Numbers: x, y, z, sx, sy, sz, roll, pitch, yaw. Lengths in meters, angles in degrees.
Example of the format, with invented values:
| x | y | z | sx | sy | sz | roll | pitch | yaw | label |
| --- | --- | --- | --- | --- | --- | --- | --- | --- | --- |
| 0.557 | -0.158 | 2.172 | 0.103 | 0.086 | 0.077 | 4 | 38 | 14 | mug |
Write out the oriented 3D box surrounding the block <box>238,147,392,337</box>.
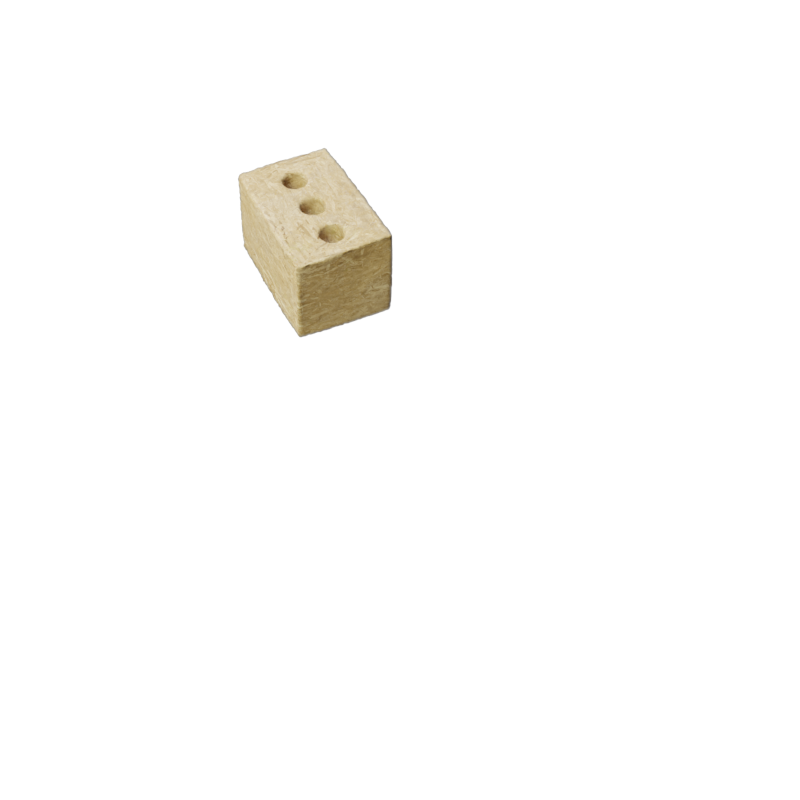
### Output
| x | y | z | sx | sy | sz | roll | pitch | yaw | label |
| --- | --- | --- | --- | --- | --- | --- | --- | --- | --- |
| -0.044 | -0.081 | 0.568 | 0.052 | 0.048 | 0.084 | -20 | 51 | -19 | block |
